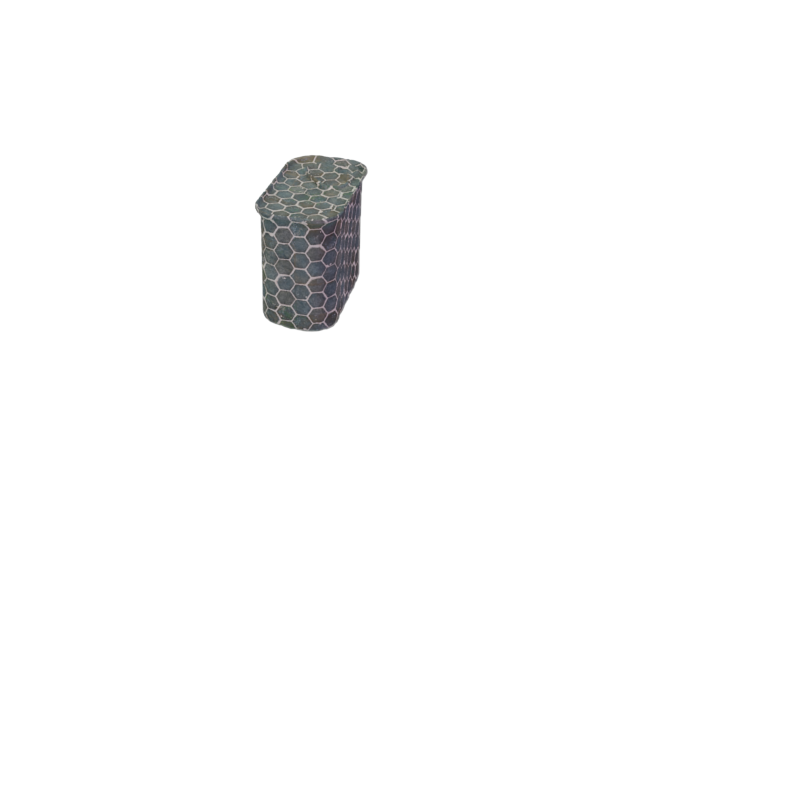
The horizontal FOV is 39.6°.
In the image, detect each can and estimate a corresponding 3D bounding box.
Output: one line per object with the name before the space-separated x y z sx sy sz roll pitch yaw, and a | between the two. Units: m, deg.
can | -0.058 -0.107 0.746 0.059 0.079 0.106 7 32 10
